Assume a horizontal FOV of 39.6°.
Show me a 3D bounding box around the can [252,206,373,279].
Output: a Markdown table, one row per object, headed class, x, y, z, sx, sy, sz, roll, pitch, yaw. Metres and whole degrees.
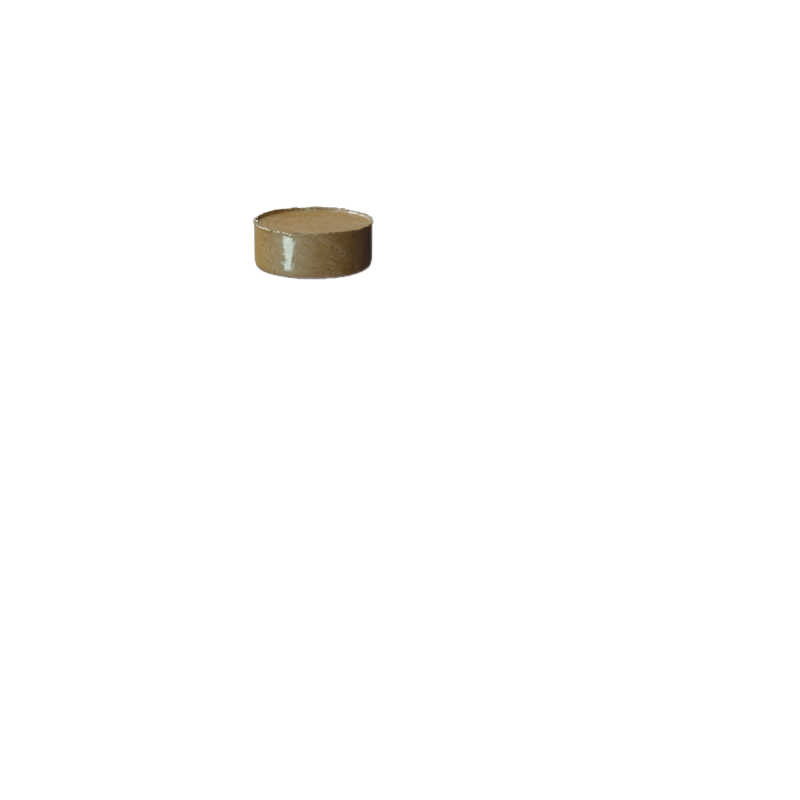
| class | x | y | z | sx | sy | sz | roll | pitch | yaw |
| --- | --- | --- | --- | --- | --- | --- | --- | --- | --- |
| can | -0.062 | -0.113 | 0.792 | 0.086 | 0.032 | 0.090 | -1 | 21 | -2 |
